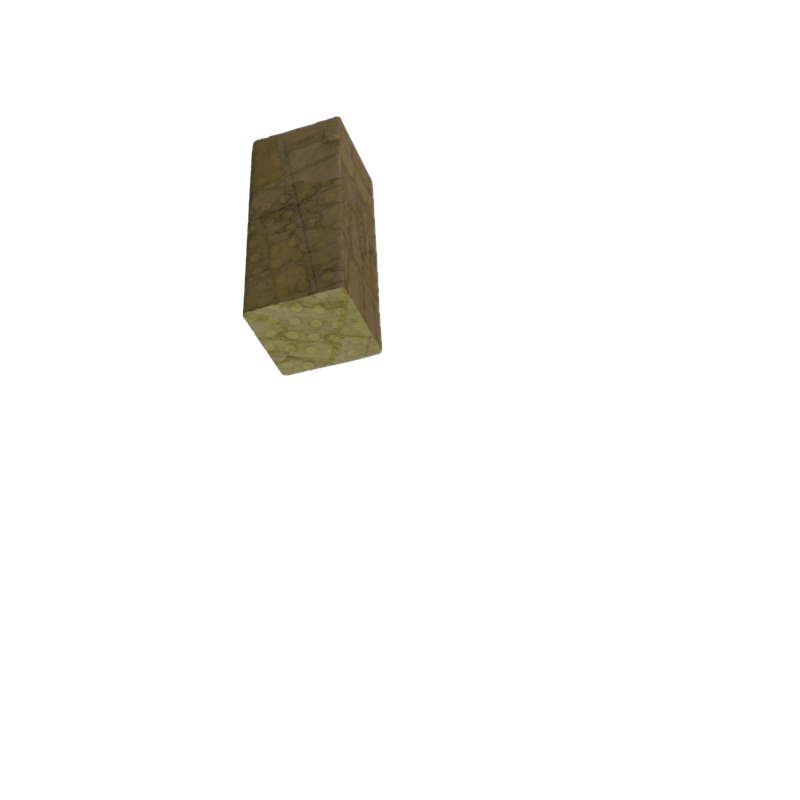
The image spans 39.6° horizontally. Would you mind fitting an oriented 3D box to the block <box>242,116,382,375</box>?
[{"bbox_3d":[-0.075,-0.136,0.957,0.091,0.221,0.084,-15,-42,13],"label":"block"}]
